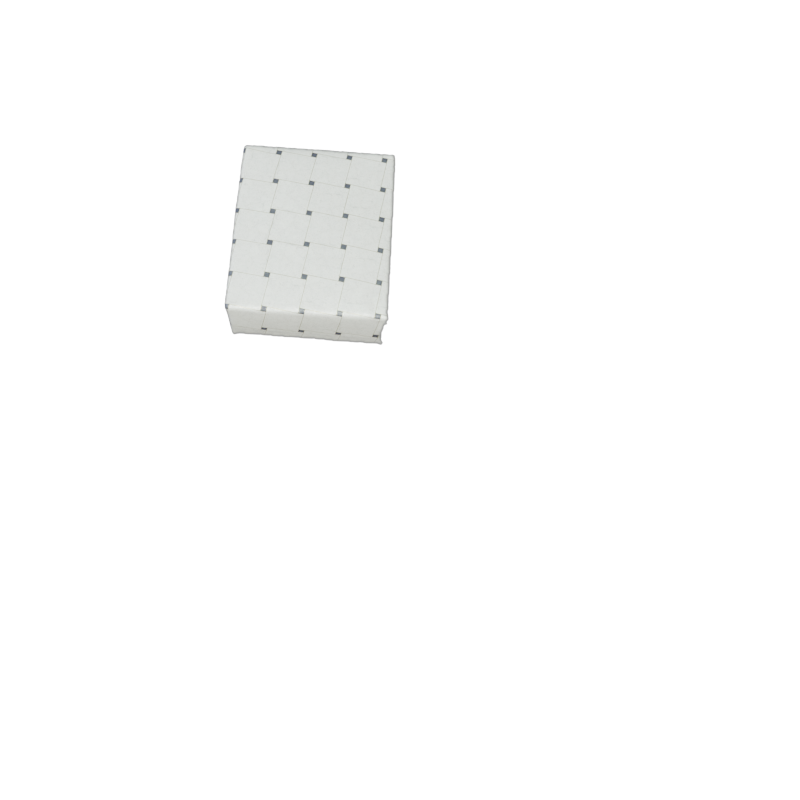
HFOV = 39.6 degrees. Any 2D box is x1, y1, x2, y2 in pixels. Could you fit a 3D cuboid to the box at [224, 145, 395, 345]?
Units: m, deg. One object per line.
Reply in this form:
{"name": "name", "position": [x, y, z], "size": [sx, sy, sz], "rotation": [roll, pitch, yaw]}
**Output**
{"name": "box", "position": [-0.050, -0.091, 0.639], "size": [0.090, 0.120, 0.037], "rotation": [3, -27, 1]}
